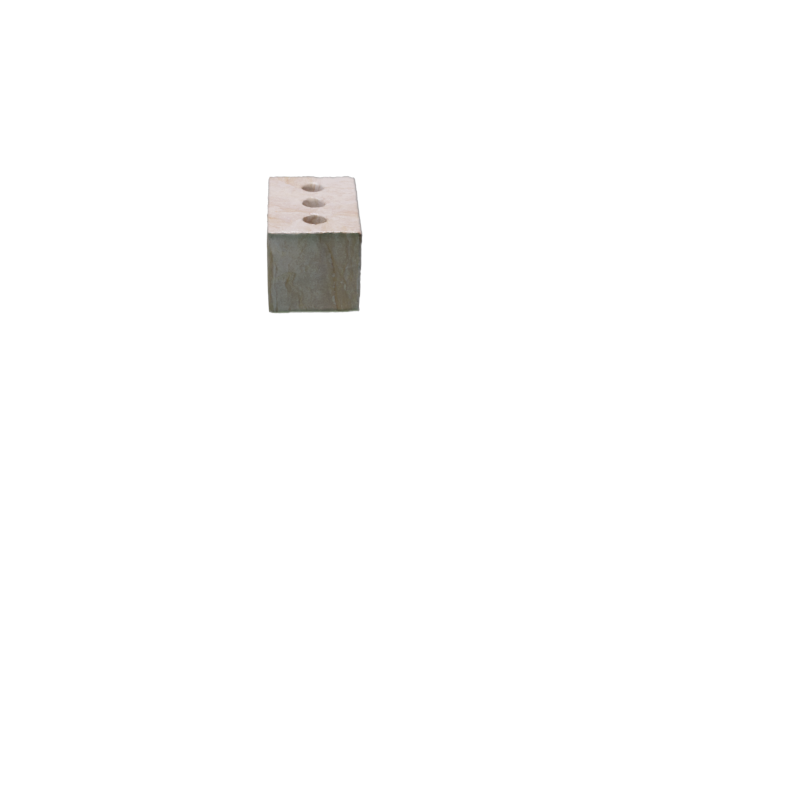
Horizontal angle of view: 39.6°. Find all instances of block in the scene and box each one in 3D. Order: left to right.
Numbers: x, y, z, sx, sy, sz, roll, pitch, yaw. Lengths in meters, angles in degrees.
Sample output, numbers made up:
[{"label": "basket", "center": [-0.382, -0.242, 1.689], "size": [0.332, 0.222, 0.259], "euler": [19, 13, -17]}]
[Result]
[{"label": "block", "center": [-0.050, -0.091, 0.634], "size": [0.052, 0.048, 0.083], "euler": [-2, 32, -5]}]
